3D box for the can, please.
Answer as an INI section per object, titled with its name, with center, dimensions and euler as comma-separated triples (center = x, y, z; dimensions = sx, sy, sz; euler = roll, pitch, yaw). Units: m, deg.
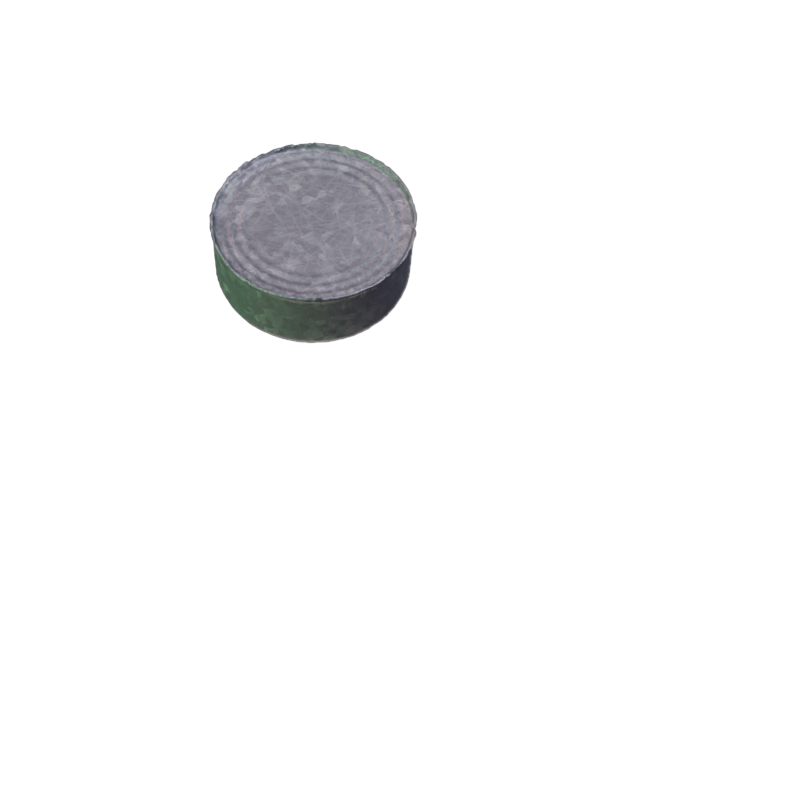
[can]
center = -0.037, -0.067, 0.469
dimensions = 0.086, 0.092, 0.031
euler = -1, -36, -1
